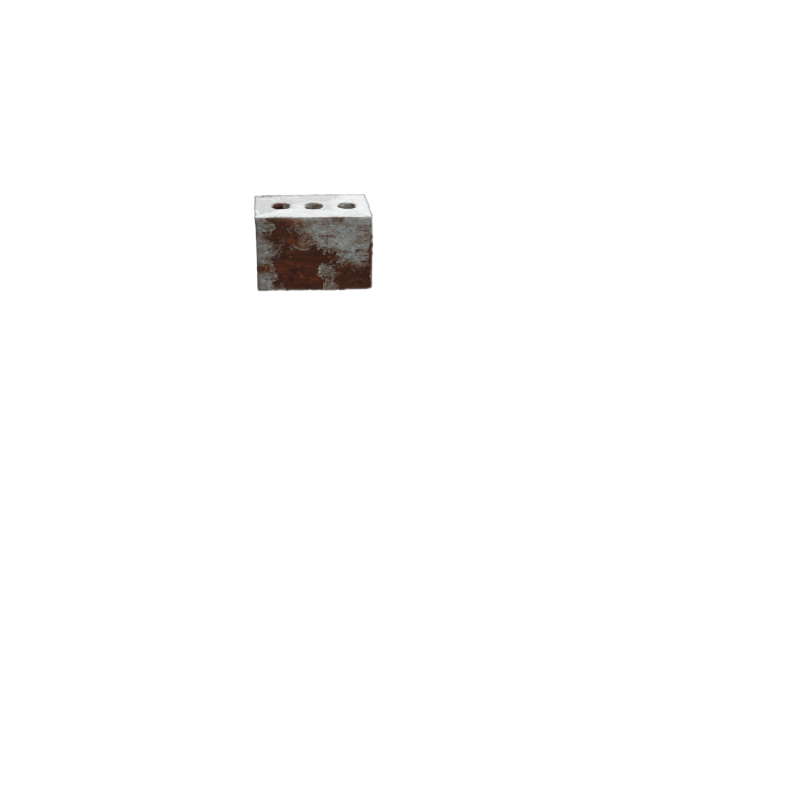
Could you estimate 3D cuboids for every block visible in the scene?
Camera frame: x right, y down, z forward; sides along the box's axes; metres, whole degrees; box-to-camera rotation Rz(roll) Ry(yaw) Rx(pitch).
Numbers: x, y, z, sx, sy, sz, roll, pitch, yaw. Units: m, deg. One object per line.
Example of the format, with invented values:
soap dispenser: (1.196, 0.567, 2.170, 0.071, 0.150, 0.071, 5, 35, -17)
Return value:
block: (-0.058, -0.105, 0.736, 0.078, 0.049, 0.055, -1, 22, -4)
